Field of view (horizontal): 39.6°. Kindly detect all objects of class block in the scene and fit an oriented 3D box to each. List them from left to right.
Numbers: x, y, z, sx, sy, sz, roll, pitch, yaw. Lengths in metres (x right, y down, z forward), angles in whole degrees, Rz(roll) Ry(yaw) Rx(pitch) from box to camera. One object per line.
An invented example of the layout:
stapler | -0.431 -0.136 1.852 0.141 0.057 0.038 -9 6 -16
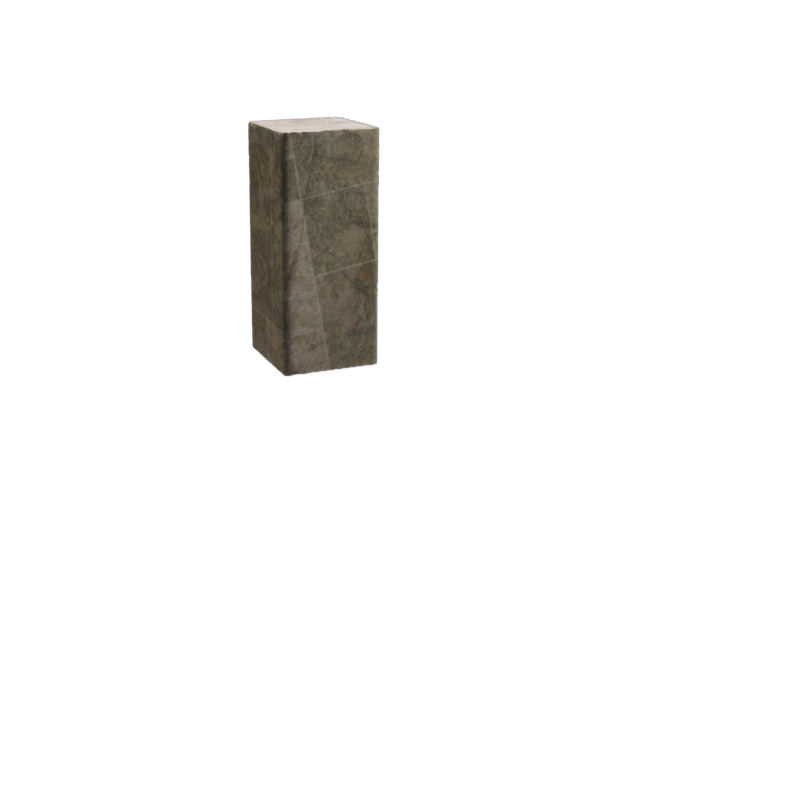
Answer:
block | -0.076 -0.137 0.963 0.088 0.199 0.096 -6 16 -24
